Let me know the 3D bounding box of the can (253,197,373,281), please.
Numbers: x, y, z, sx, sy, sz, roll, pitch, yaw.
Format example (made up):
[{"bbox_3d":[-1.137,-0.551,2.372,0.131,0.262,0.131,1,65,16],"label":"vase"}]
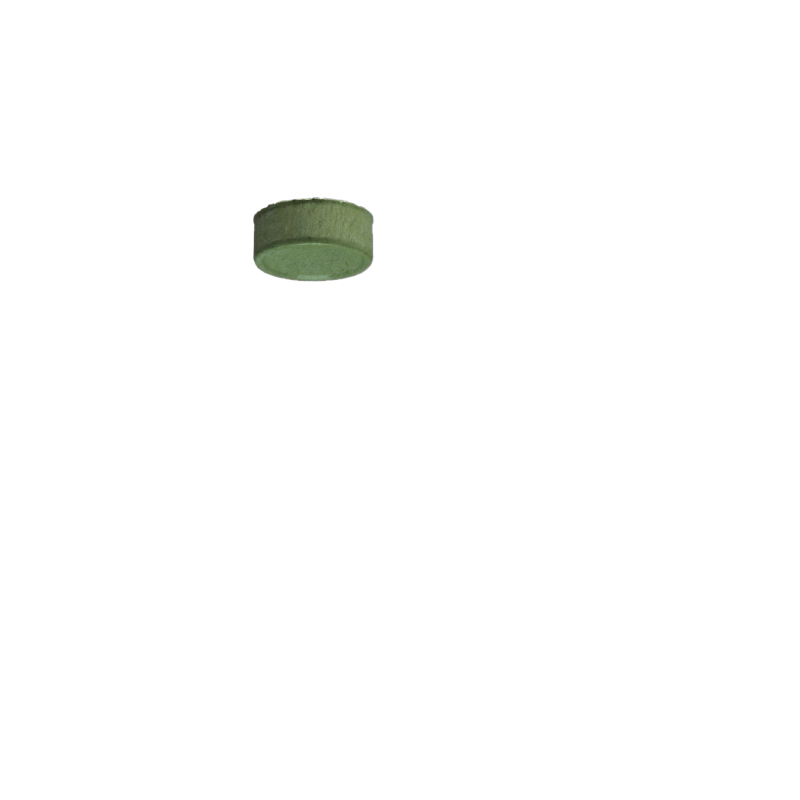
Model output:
[{"bbox_3d":[-0.061,-0.112,0.783,0.086,0.035,0.083,0,-13,-2],"label":"can"}]
